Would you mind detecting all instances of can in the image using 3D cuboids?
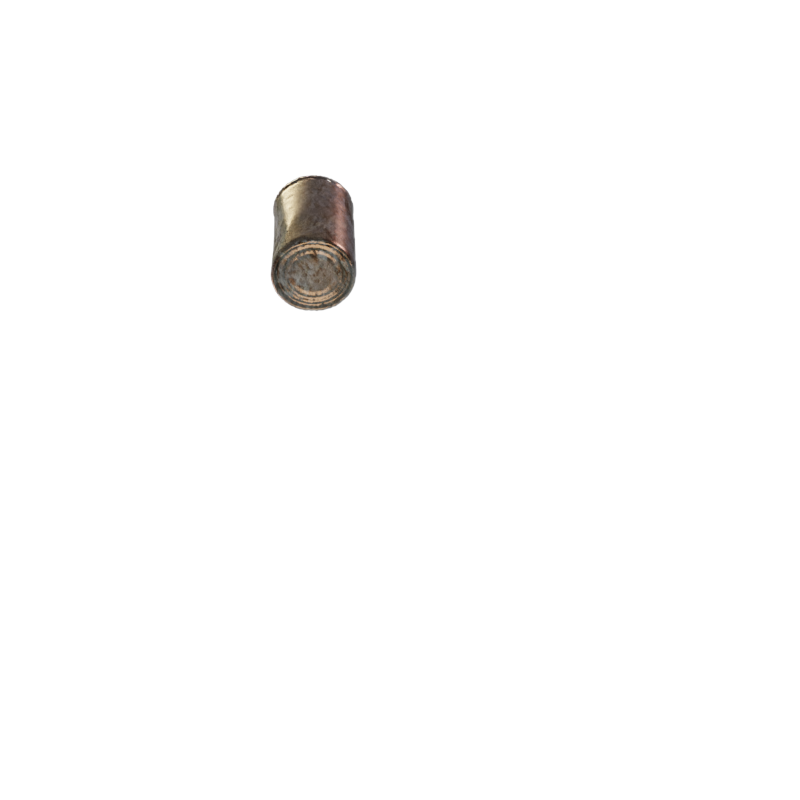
[{"bbox_3d":[-0.070,-0.127,0.892,0.068,0.064,0.109,-1,37,-3],"label":"can"}]
